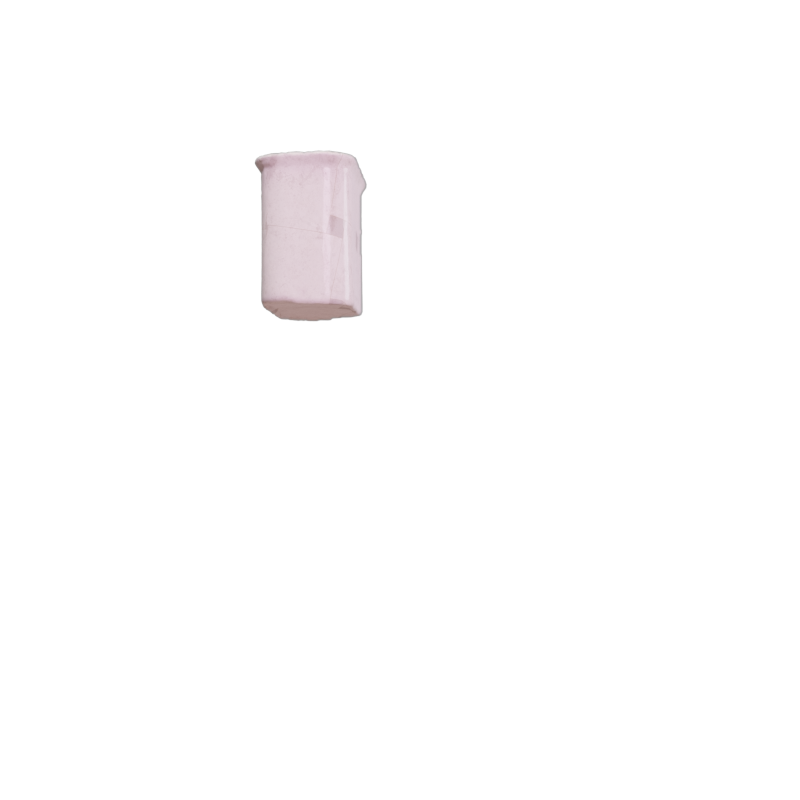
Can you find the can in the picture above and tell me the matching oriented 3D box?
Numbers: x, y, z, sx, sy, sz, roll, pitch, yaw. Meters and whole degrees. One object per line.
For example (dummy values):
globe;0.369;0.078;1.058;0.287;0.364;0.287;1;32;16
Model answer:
can;-0.051;-0.092;0.646;0.058;0.085;0.099;-1;-5;4
